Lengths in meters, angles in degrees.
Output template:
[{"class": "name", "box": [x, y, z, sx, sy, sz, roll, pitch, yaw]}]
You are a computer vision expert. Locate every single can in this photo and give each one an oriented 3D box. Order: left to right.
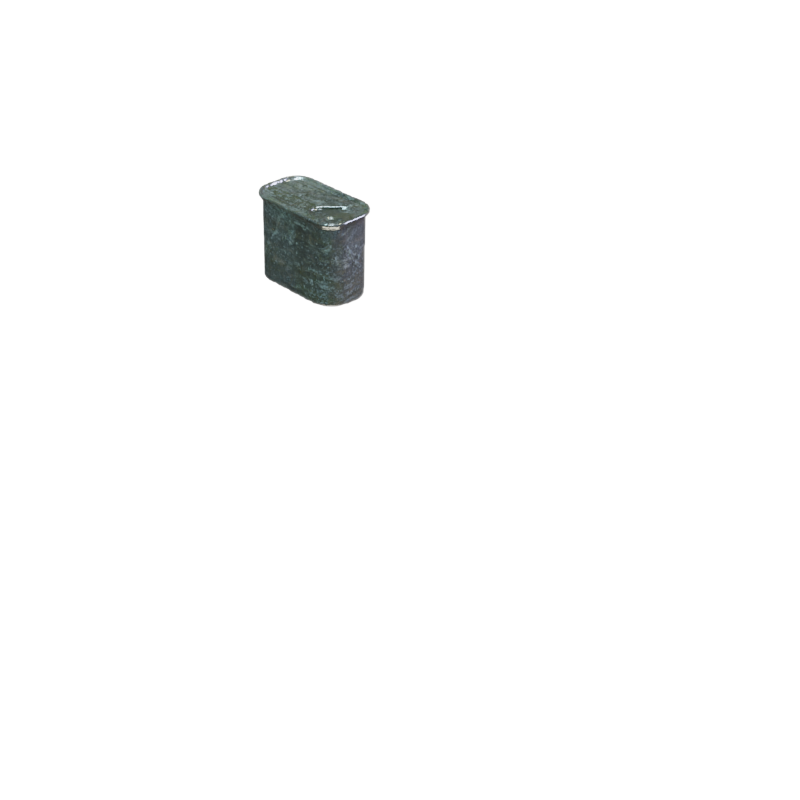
[{"class": "can", "box": [-0.076, -0.138, 0.969, 0.057, 0.079, 0.109, -25, 40, -37]}]
